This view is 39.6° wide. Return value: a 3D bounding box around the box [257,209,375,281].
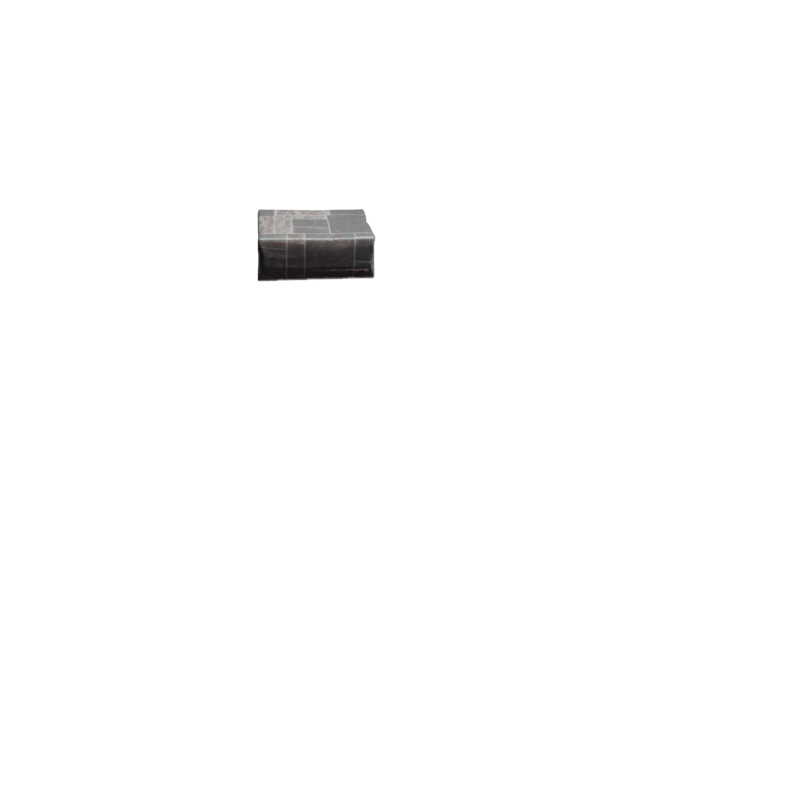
[{"bbox_3d":[-0.056,-0.103,0.718,0.073,0.029,0.093,-1,20,-4],"label":"box"}]
